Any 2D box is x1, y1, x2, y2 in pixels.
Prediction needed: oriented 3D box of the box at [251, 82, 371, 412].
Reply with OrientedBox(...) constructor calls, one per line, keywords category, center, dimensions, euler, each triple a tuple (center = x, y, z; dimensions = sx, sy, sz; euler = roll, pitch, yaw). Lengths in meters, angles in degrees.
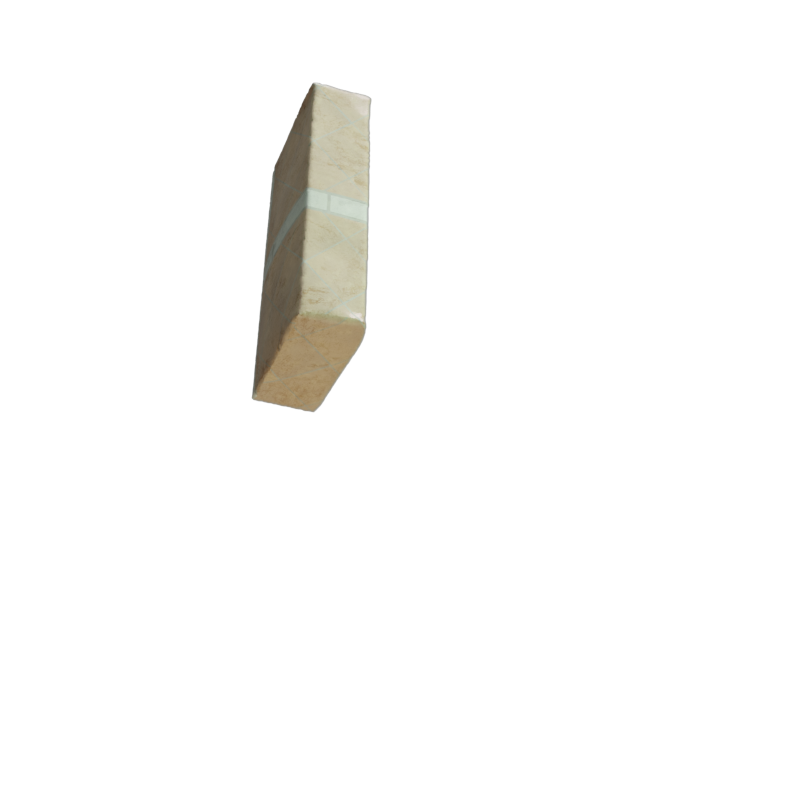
OrientedBox(category="box", center=(-0.052, -0.094, 0.657), dimensions=(0.047, 0.189, 0.090), euler=(11, -38, -19))
